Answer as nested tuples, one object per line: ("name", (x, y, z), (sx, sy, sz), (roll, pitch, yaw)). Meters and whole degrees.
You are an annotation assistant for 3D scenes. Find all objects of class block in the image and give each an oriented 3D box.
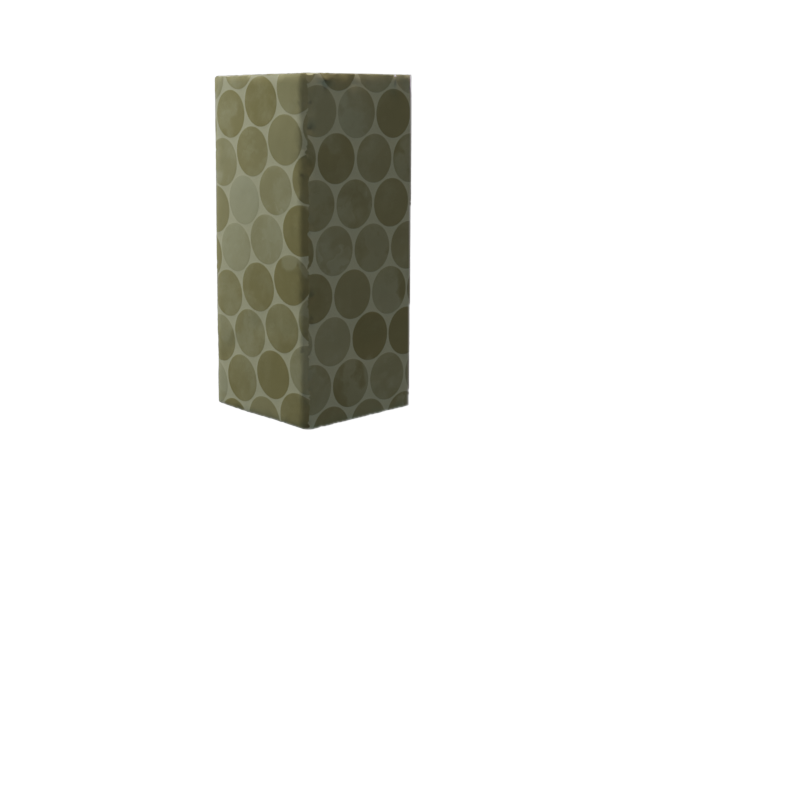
("block", (-0.054, -0.098, 0.690), (0.088, 0.203, 0.095), (-7, 11, -43))
